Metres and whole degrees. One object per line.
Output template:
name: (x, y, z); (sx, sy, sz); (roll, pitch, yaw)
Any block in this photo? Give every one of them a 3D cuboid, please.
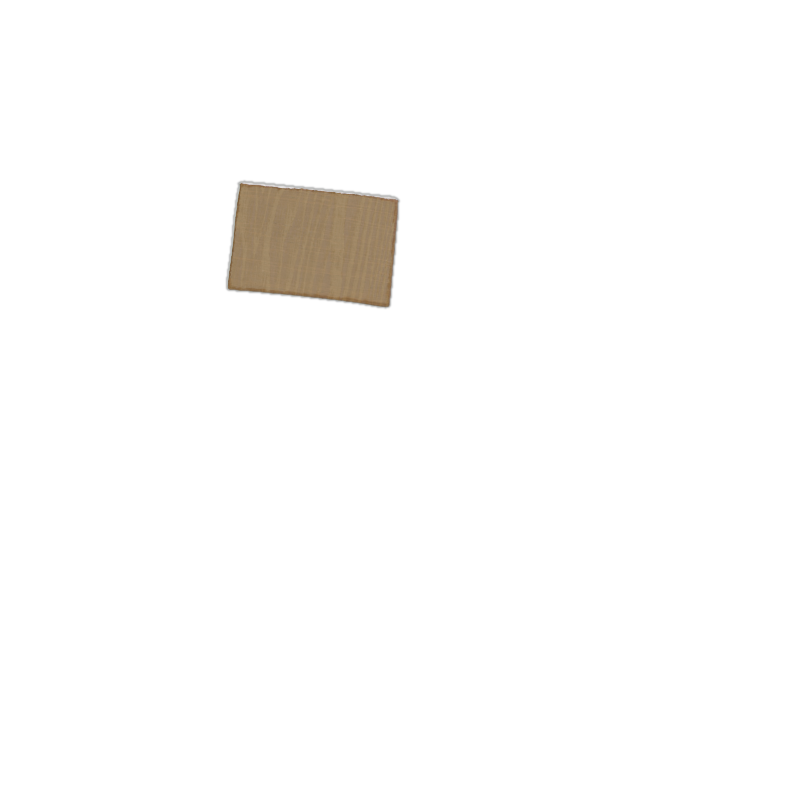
block: (-0.042, -0.077, 0.538); (0.078, 0.052, 0.052); (7, 6, -2)
